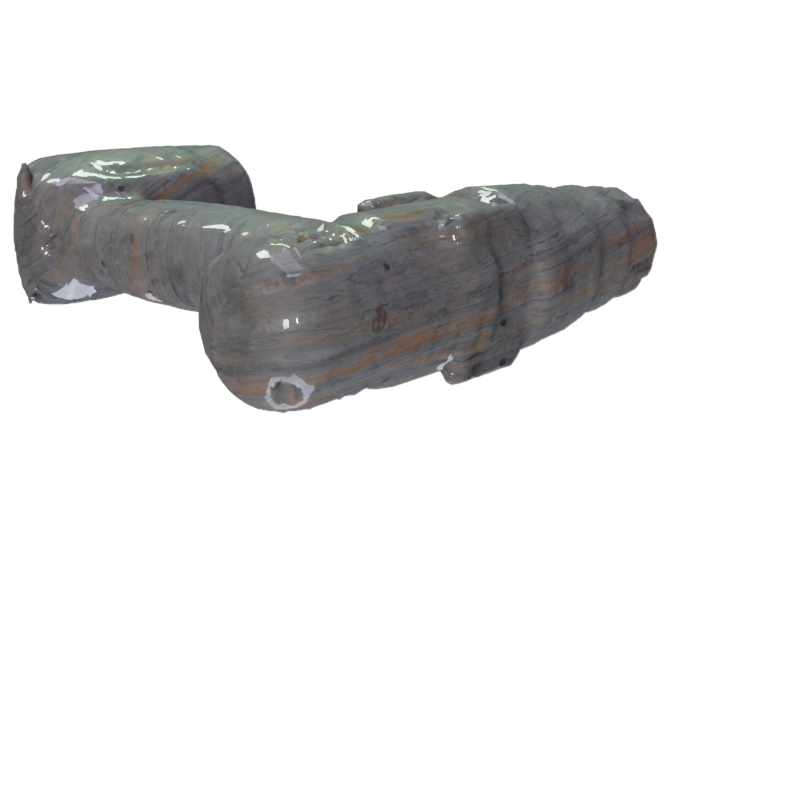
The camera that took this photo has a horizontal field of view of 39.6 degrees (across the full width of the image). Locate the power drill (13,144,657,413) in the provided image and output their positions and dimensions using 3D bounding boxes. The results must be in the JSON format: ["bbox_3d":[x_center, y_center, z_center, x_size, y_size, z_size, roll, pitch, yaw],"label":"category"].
[{"bbox_3d":[-0.030,-0.055,0.382,0.198,0.056,0.180,15,22,42],"label":"power drill"}]
